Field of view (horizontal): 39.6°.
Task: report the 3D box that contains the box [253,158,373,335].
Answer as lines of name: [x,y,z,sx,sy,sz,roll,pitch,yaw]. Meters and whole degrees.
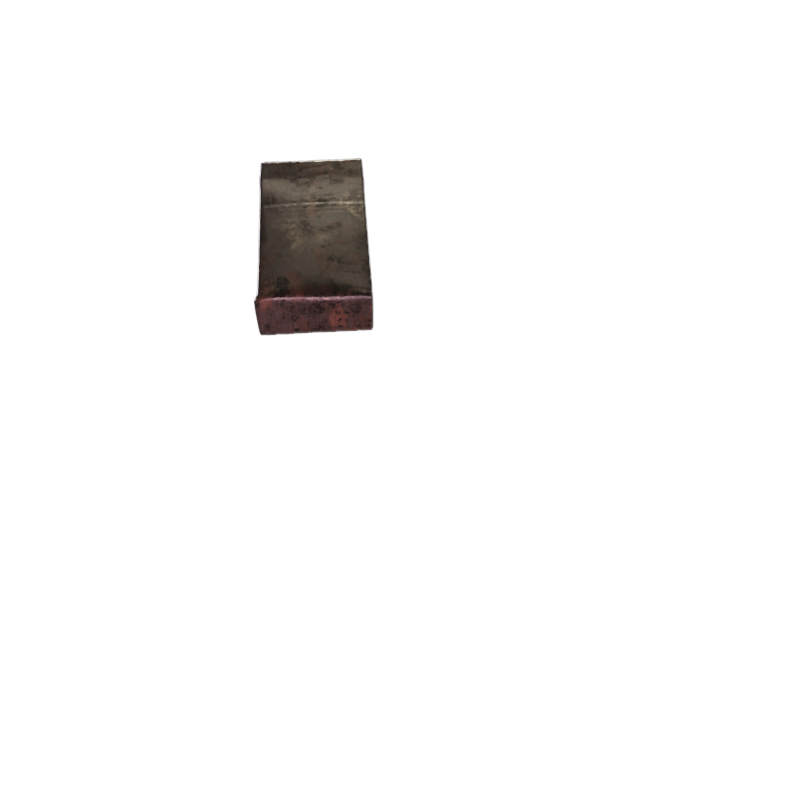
box: [-0.072,-0.132,0.926,0.093,0.045,0.189,-3,44,-1]
